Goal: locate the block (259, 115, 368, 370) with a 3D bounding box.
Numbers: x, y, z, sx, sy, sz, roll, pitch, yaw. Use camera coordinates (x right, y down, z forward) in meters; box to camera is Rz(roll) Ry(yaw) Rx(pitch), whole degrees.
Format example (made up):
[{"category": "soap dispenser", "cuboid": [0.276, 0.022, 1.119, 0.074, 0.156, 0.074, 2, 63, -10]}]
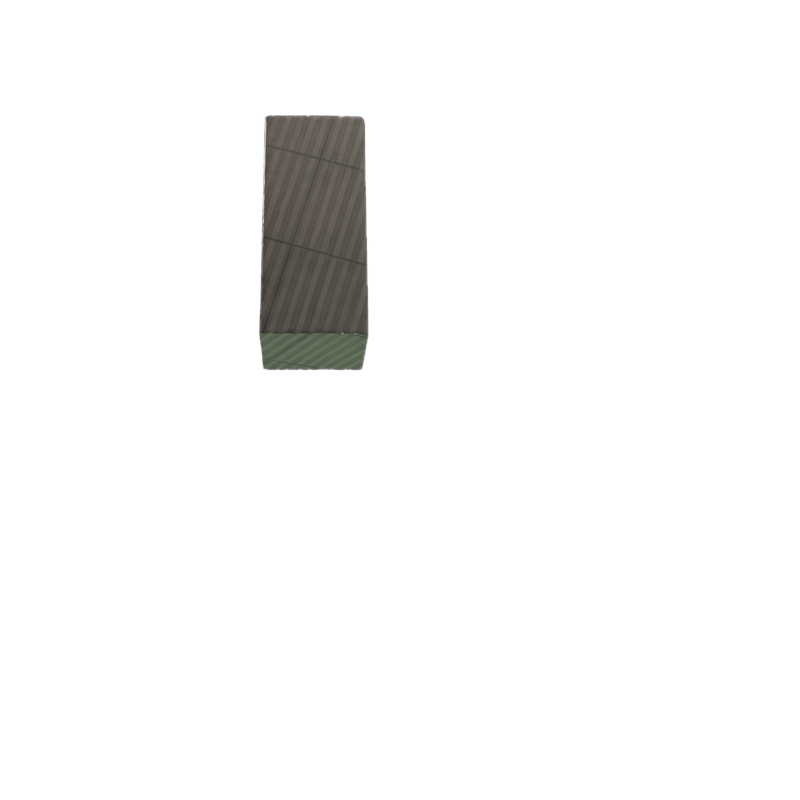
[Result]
[{"category": "block", "cuboid": [-0.076, -0.139, 0.973, 0.090, 0.218, 0.086, 0, -23, -3]}]
